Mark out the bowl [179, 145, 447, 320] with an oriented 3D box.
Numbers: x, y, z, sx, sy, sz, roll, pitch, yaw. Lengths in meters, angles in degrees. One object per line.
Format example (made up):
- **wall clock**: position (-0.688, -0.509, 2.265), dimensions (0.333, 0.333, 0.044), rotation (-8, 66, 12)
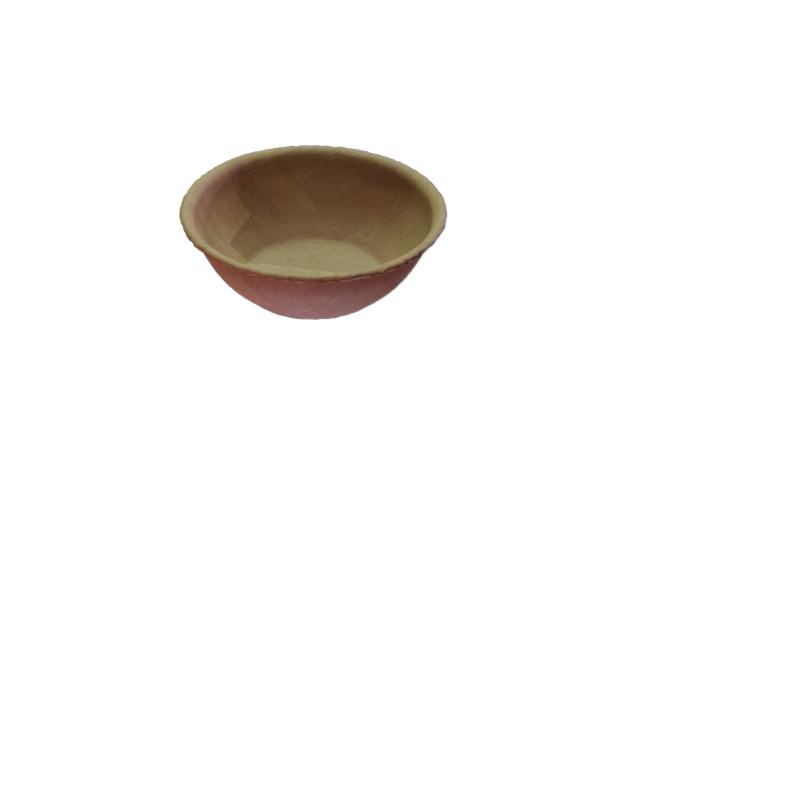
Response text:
- **bowl**: position (-0.054, -0.098, 0.685), dimensions (0.162, 0.051, 0.173), rotation (-1, 38, -2)
